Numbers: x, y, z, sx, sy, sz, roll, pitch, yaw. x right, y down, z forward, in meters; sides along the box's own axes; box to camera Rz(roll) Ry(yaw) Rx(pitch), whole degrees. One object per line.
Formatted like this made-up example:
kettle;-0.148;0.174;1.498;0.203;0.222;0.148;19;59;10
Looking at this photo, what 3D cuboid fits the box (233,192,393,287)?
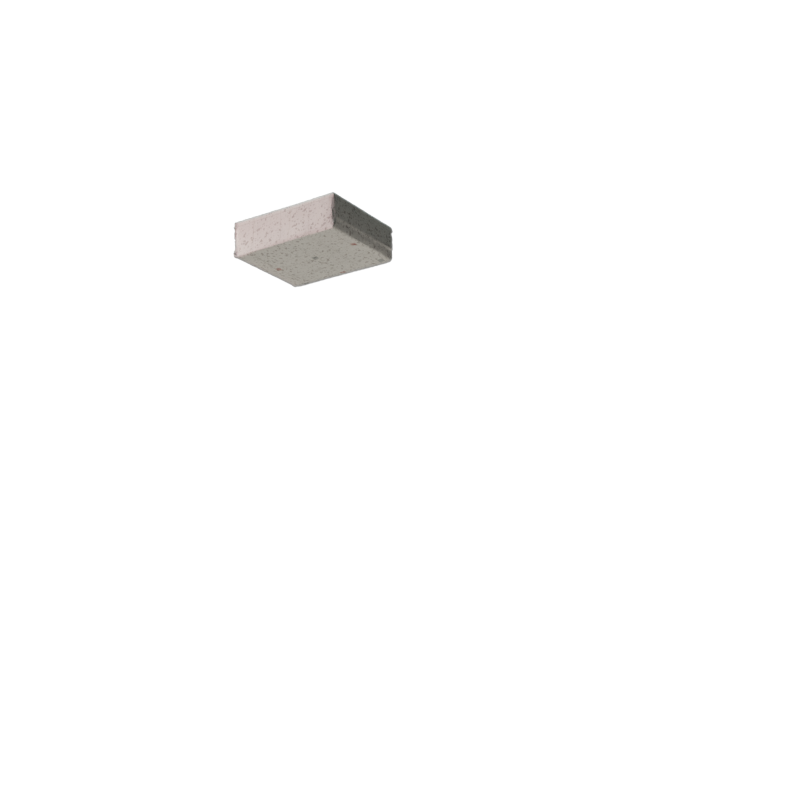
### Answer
box;-0.076;-0.140;0.978;0.115;0.041;0.084;-13;-23;32
